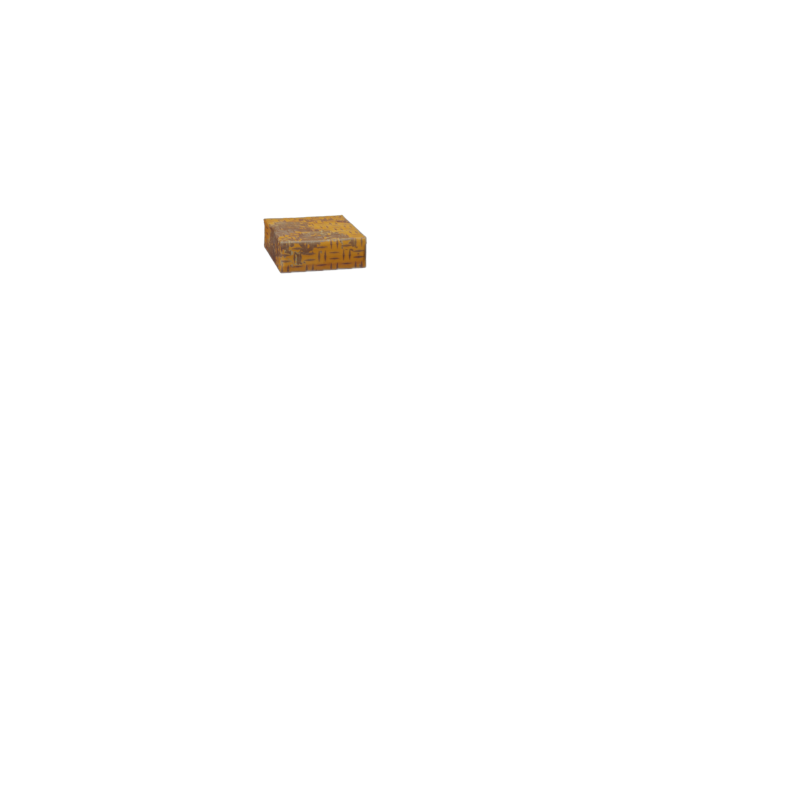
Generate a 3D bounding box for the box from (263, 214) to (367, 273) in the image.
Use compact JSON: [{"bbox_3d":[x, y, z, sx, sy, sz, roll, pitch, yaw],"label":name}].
[{"bbox_3d":[-0.074,-0.134,0.941,0.072,0.029,0.094,-5,22,-13],"label":"box"}]
